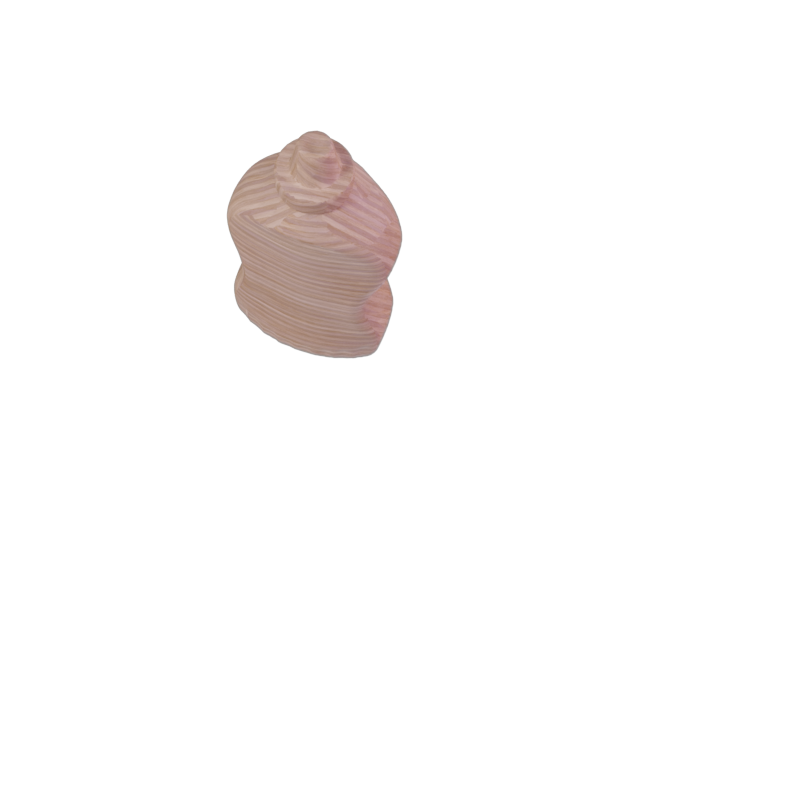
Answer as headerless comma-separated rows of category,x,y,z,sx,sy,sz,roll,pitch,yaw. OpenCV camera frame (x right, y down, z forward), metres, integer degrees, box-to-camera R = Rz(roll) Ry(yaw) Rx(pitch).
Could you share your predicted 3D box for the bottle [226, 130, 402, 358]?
bottle,-0.048,-0.089,0.618,0.098,0.060,0.182,22,-22,6
